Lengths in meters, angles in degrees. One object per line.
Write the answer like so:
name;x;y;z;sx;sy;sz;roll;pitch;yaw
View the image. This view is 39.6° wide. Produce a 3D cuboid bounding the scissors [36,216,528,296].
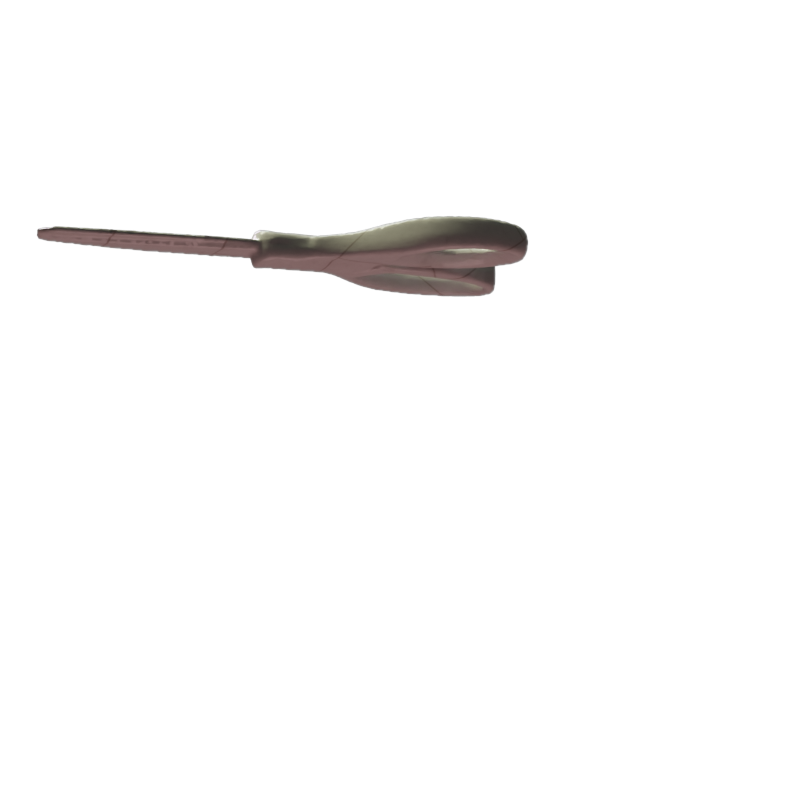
scissors;-0.035;-0.064;0.451;0.194;0.016;0.097;5;-10;-30
